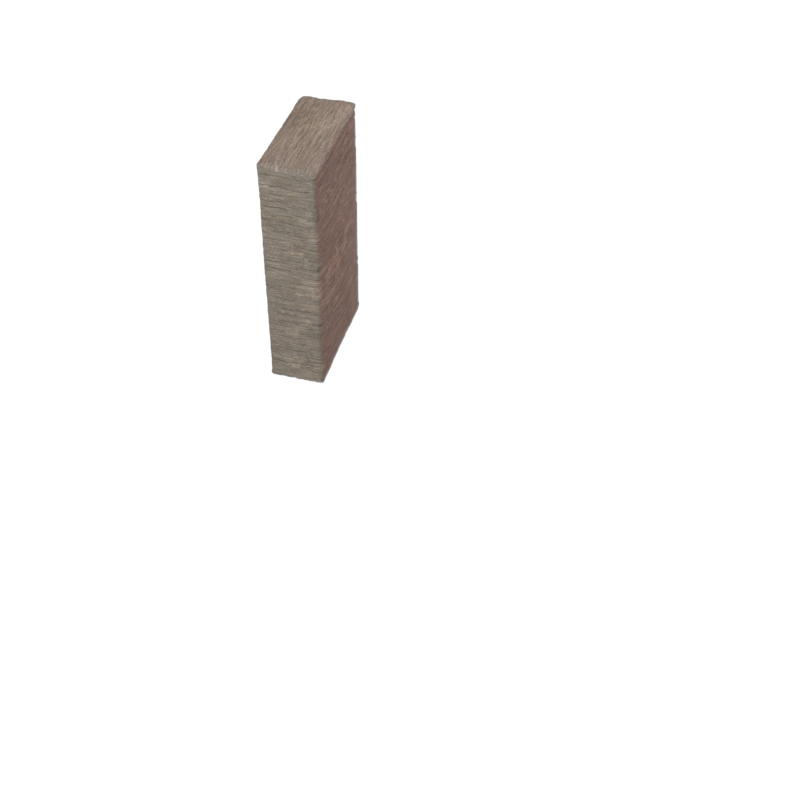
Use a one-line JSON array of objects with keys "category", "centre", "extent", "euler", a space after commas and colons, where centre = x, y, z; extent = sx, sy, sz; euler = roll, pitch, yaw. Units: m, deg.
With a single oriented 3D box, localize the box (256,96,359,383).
[{"category": "box", "centre": [-0.059, -0.108, 0.759], "extent": [0.049, 0.164, 0.098], "euler": [12, 42, 9]}]
